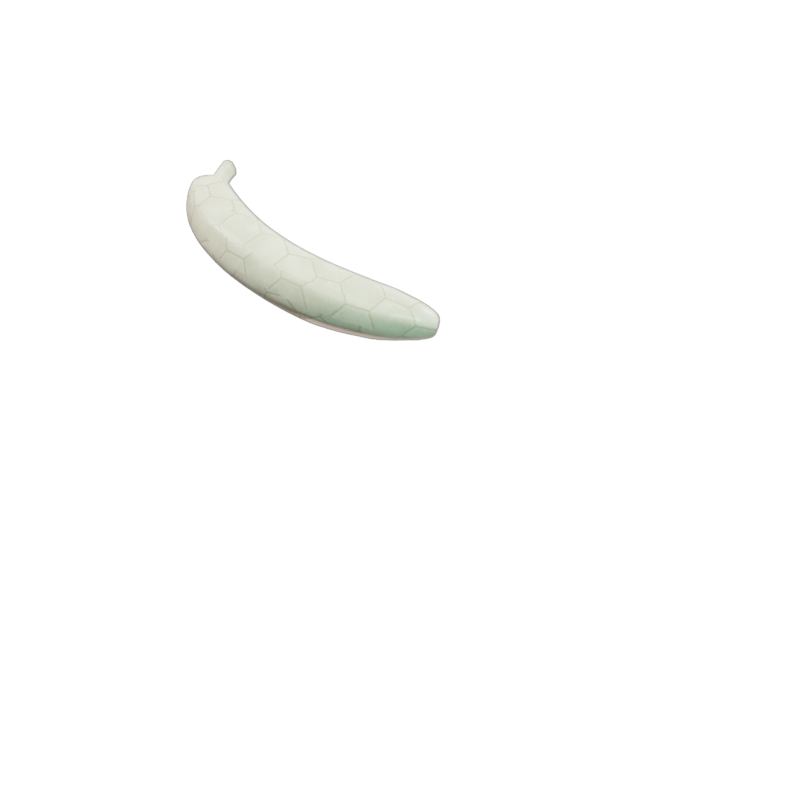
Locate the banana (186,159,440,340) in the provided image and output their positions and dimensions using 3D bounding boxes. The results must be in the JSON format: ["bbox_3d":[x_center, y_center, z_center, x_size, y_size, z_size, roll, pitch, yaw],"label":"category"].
[{"bbox_3d":[-0.067,-0.086,0.649,0.070,0.034,0.211,-33,56,-27],"label":"banana"}]
